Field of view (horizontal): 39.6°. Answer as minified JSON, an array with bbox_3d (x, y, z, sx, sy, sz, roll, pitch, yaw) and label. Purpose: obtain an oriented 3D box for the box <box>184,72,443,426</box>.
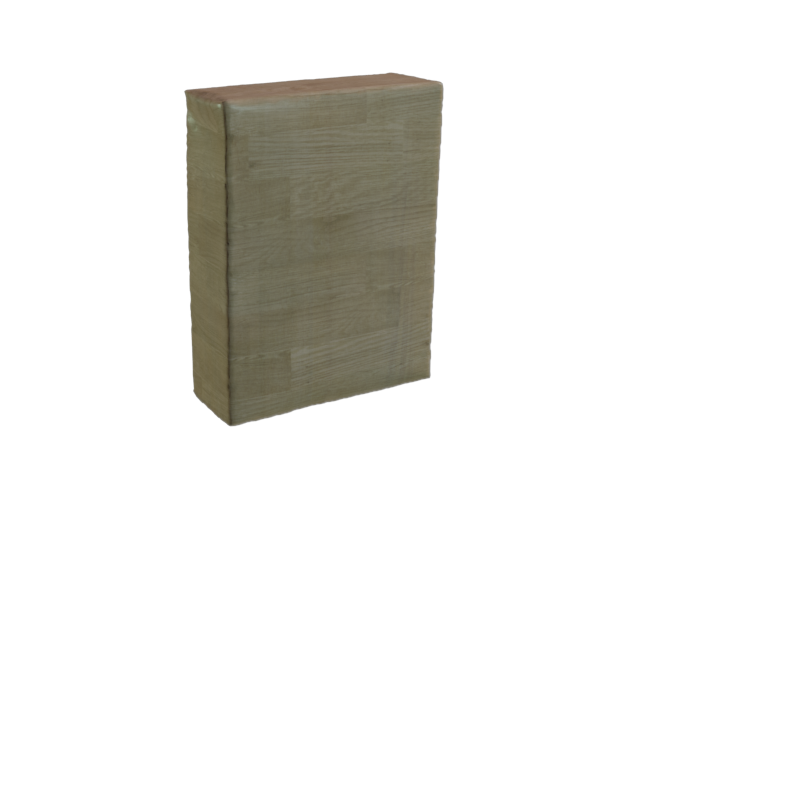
[{"bbox_3d":[-0.059,-0.107,0.747,0.160,0.205,0.076,-11,21,-31],"label":"box"}]
